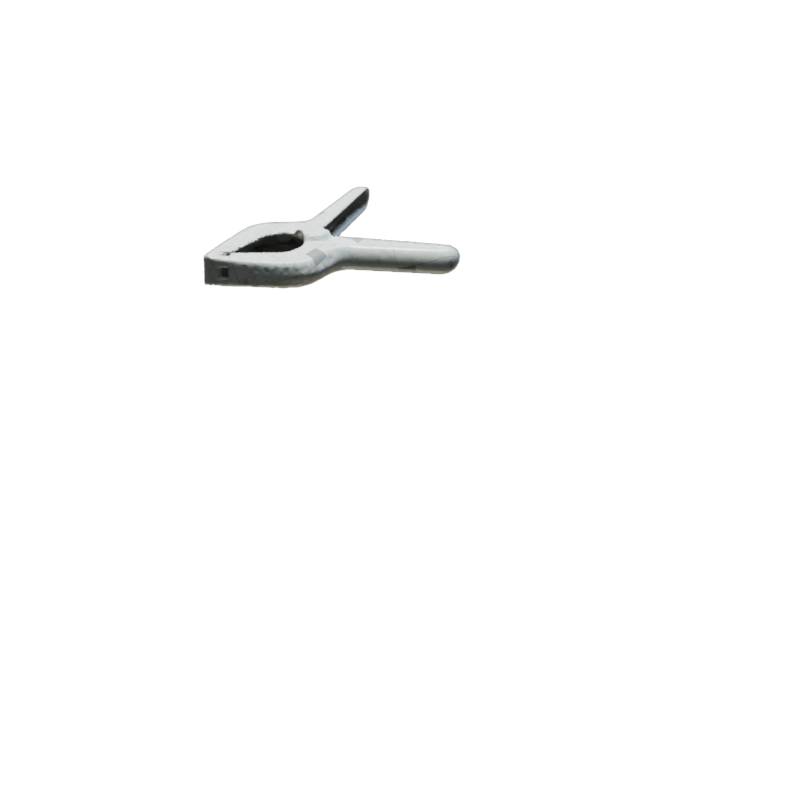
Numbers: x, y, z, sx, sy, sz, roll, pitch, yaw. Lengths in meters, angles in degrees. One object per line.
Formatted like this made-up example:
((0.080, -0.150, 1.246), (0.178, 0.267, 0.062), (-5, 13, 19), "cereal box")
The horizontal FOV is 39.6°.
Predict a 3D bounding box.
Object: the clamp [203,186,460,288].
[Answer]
((-0.076, -0.139, 0.973), (0.206, 0.034, 0.177), (-12, 33, -20), "clamp")
